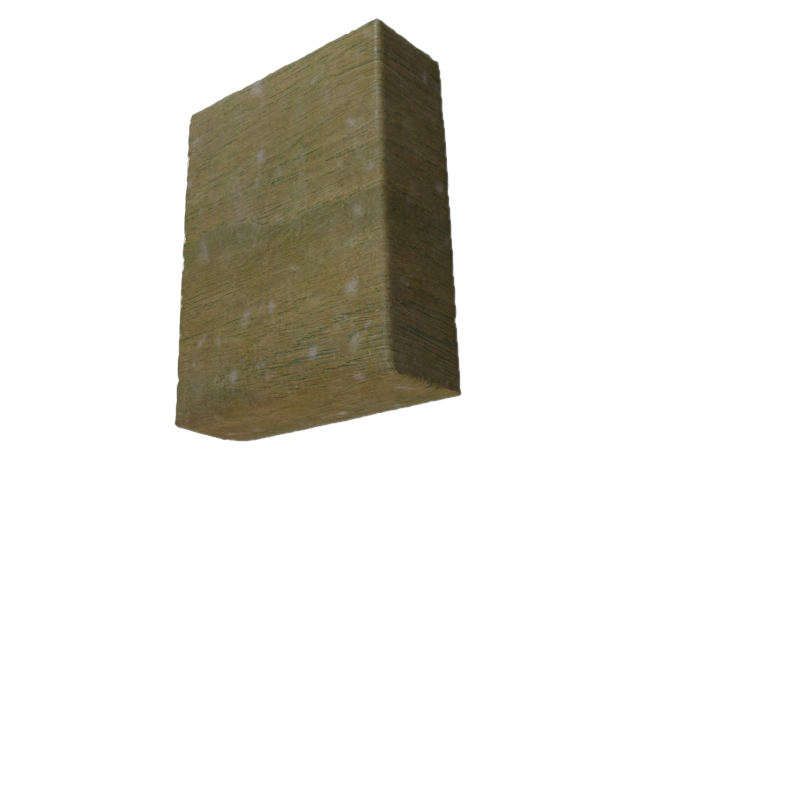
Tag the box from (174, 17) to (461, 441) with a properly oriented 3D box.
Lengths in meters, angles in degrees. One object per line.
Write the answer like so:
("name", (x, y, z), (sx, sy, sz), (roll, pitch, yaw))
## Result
("box", (-0.052, -0.094, 0.661), (0.166, 0.225, 0.067), (-17, -27, 36))
